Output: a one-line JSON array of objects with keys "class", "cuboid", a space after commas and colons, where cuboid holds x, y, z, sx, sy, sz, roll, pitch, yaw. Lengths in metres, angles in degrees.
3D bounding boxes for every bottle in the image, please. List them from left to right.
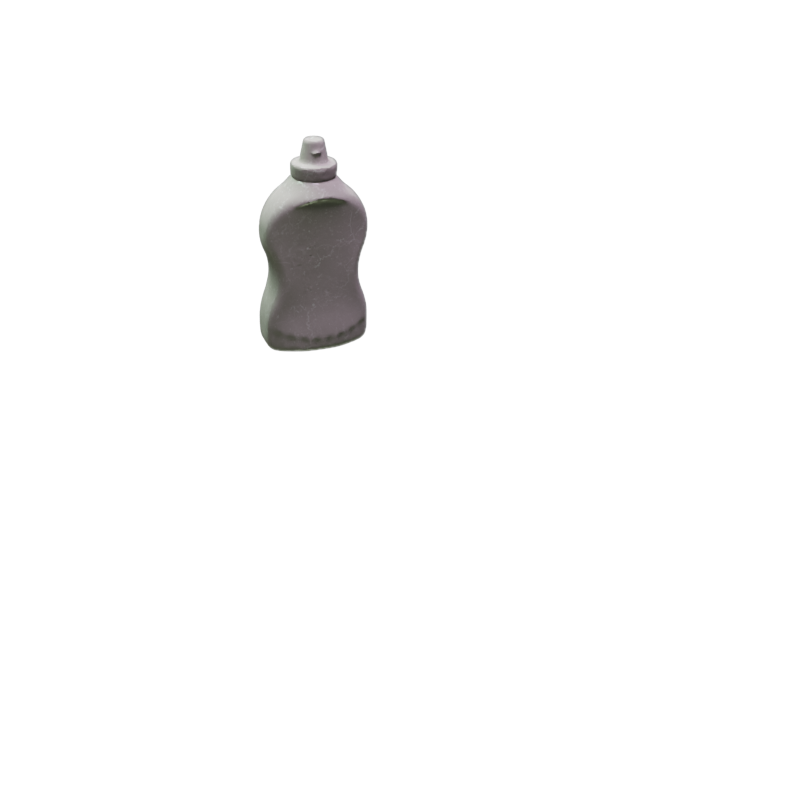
[{"class": "bottle", "cuboid": [-0.077, -0.140, 0.984, 0.094, 0.182, 0.062, -6, 24, -17]}]
